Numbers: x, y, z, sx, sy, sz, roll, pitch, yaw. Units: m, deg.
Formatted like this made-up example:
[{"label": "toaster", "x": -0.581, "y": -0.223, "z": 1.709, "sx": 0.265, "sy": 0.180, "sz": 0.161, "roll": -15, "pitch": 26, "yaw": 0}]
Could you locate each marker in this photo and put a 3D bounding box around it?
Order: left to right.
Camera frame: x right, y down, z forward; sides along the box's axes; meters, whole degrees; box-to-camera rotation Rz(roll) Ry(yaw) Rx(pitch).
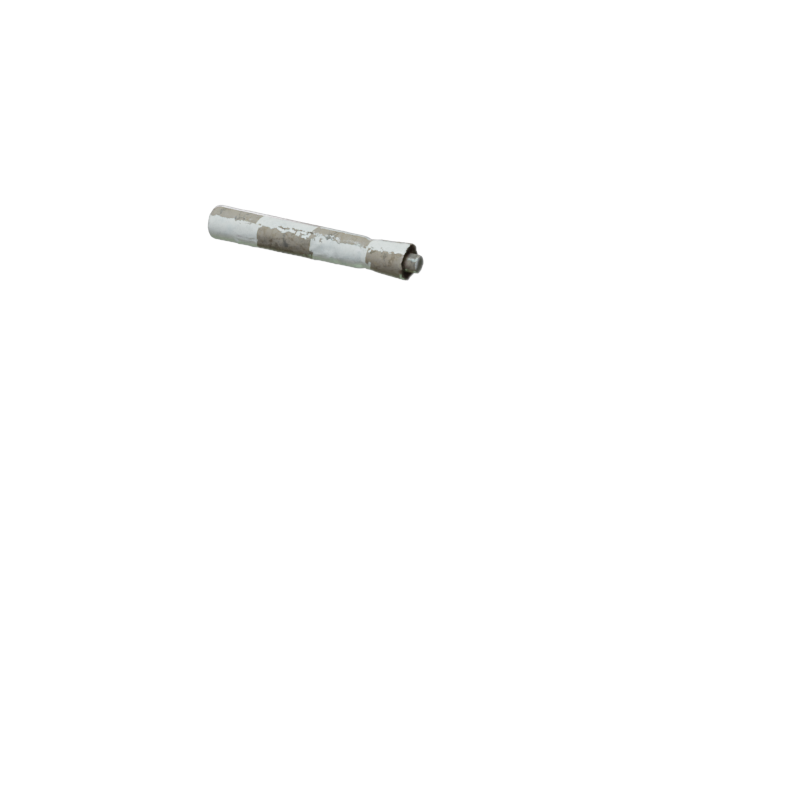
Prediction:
[{"label": "marker", "x": -0.045, "y": -0.082, "z": 0.571, "sx": 0.126, "sy": 0.019, "sz": 0.019, "roll": 16, "pitch": 10, "yaw": 27}]
